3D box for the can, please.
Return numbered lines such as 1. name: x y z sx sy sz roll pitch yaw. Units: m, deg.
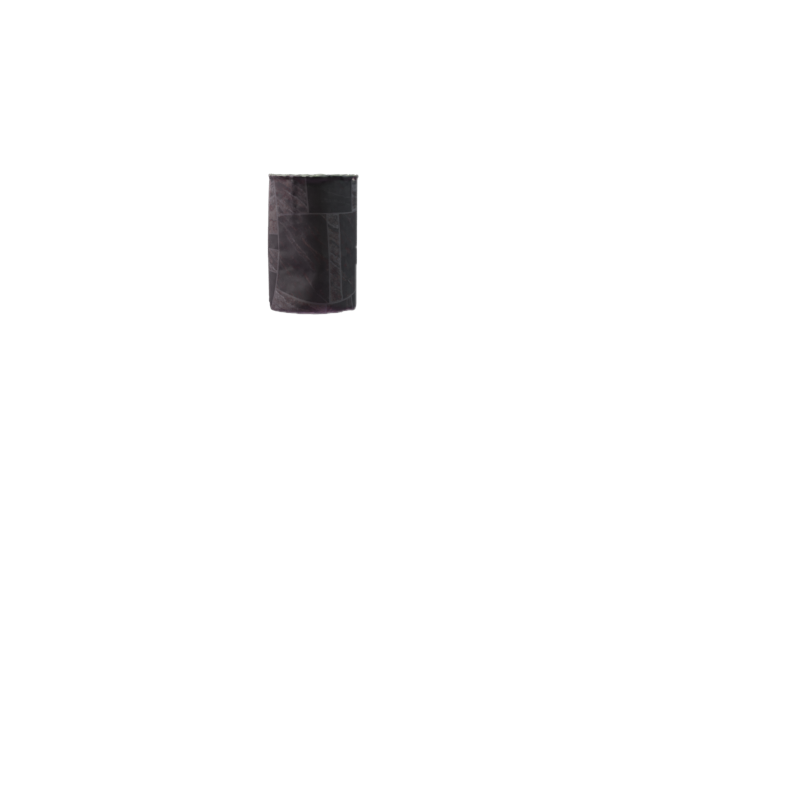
1. can: -0.065 -0.119 0.834 0.068 0.101 0.070 0 6 -2
